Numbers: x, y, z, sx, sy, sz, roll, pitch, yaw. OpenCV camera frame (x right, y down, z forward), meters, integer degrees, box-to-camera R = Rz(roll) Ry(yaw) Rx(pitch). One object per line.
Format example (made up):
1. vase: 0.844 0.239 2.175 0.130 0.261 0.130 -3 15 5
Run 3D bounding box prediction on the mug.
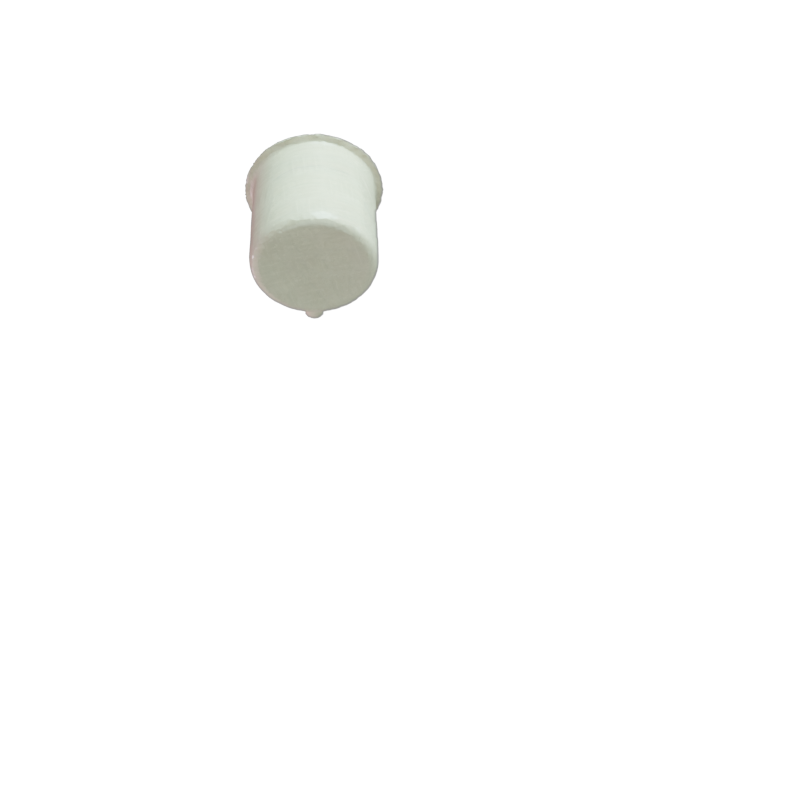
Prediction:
1. mug: -0.057 -0.104 0.727 0.093 0.109 0.087 2 44 -4
